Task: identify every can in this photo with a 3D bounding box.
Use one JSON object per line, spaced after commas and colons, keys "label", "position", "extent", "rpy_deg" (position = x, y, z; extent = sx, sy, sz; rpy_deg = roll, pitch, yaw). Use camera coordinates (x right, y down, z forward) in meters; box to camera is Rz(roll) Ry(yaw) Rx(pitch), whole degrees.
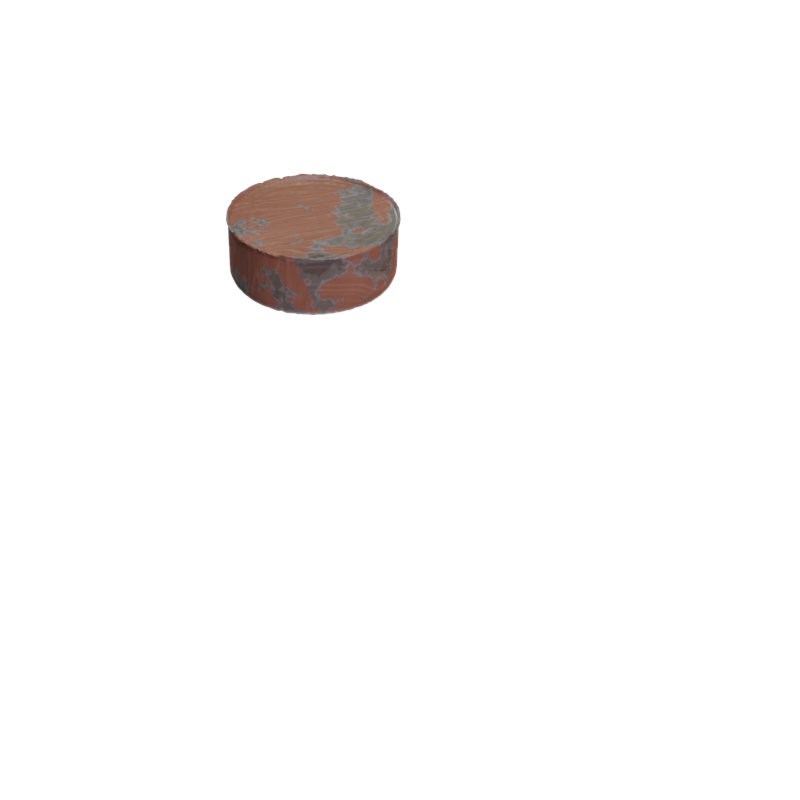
{"label": "can", "position": [-0.043, -0.079, 0.552], "extent": [0.086, 0.031, 0.092], "rpy_deg": [-1, 36, -2]}
